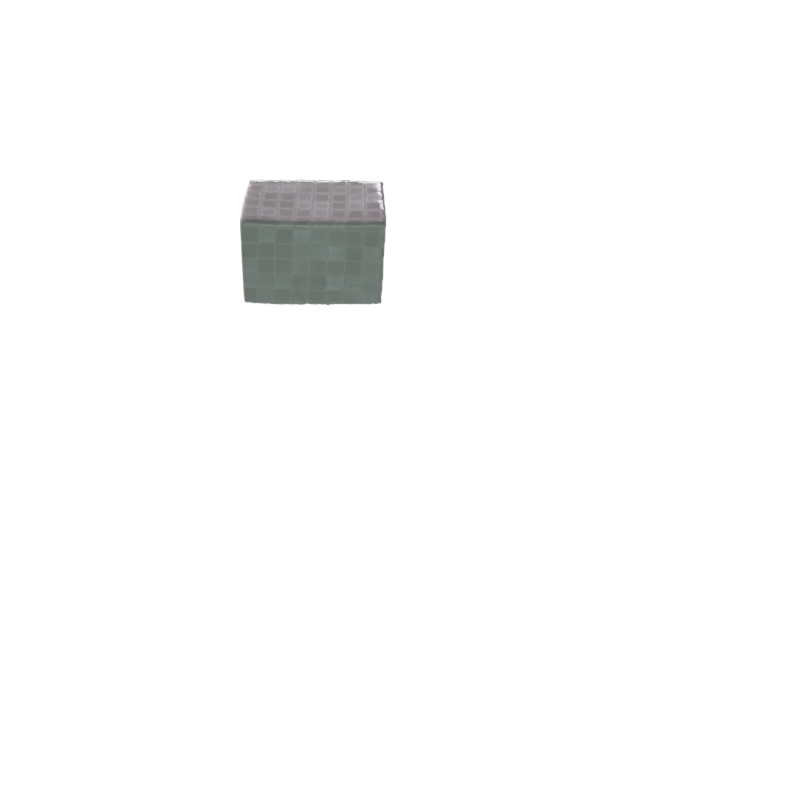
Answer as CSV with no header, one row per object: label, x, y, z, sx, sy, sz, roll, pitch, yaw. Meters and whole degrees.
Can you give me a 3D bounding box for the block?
block,-0.048,-0.087,0.613,0.078,0.050,0.055,1,33,-2
